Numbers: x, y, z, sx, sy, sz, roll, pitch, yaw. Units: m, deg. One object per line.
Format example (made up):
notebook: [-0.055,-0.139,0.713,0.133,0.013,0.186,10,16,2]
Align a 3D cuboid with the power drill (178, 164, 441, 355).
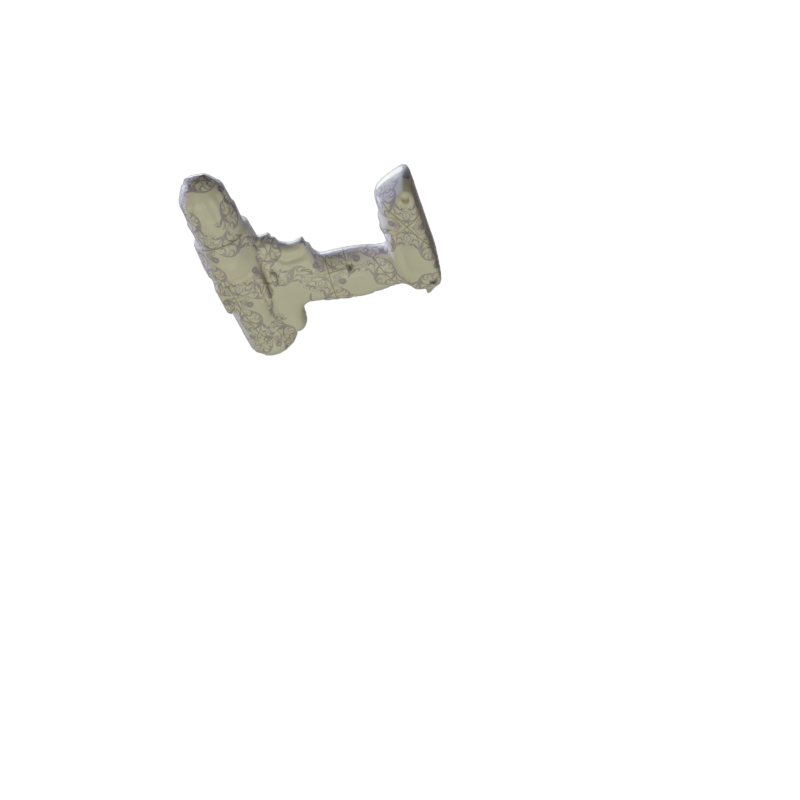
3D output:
power drill: [-0.072,-0.131,0.915,0.189,0.171,0.061,-15,39,12]
